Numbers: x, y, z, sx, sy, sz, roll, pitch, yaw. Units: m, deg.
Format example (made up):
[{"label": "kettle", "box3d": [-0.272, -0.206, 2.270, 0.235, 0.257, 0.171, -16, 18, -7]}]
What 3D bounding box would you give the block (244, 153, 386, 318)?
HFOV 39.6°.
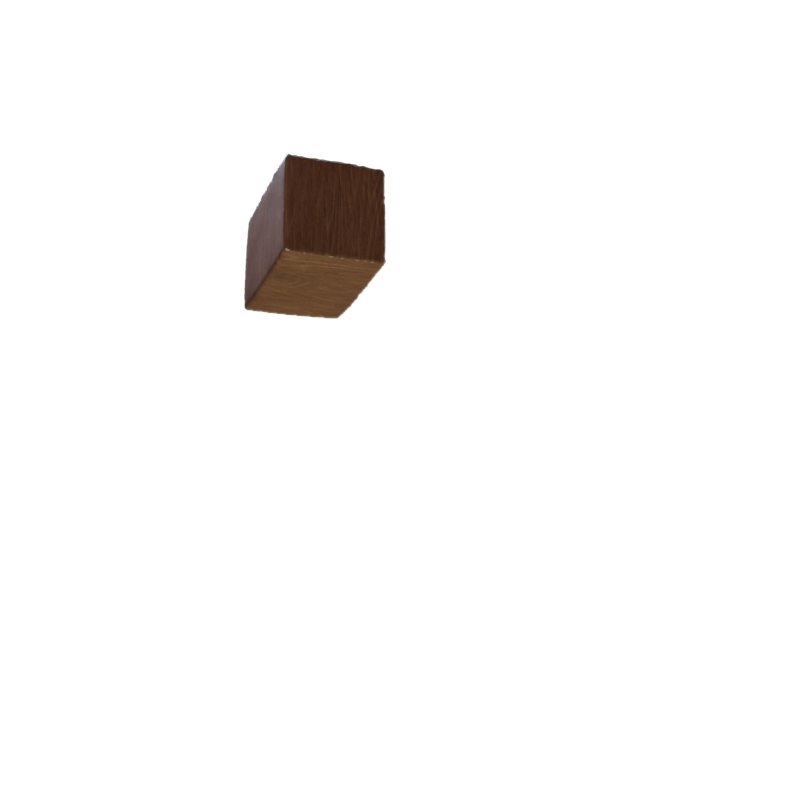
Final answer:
[{"label": "block", "box3d": [-0.044, -0.080, 0.560, 0.051, 0.054, 0.076, 7, -23, -19]}]
